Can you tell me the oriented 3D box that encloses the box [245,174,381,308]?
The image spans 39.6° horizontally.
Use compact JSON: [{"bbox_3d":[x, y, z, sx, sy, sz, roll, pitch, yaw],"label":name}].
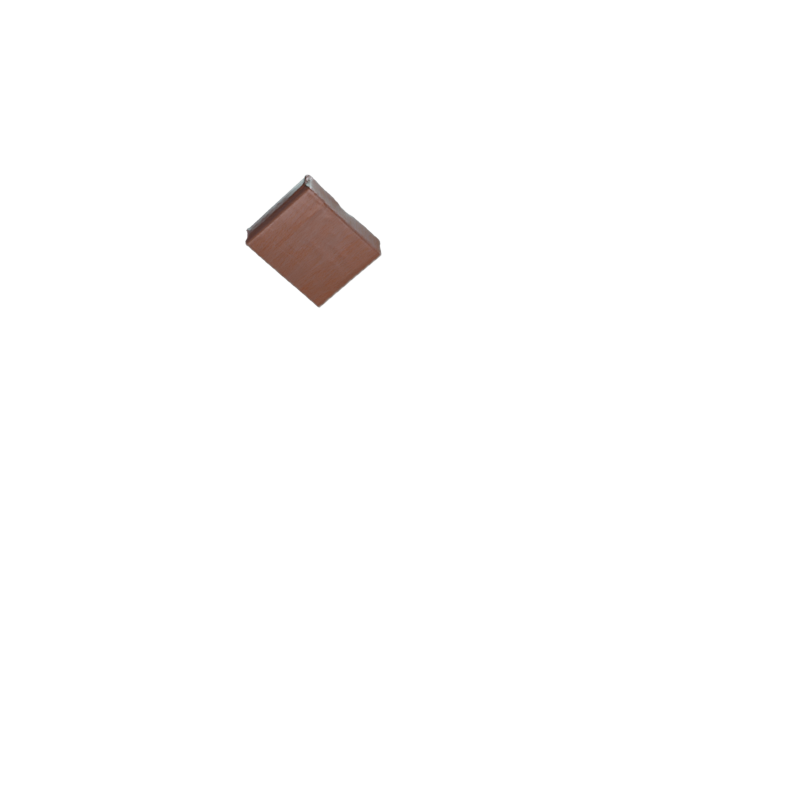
[{"bbox_3d":[-0.072,-0.131,0.913,0.072,0.085,0.032,-41,22,19],"label":"box"}]
